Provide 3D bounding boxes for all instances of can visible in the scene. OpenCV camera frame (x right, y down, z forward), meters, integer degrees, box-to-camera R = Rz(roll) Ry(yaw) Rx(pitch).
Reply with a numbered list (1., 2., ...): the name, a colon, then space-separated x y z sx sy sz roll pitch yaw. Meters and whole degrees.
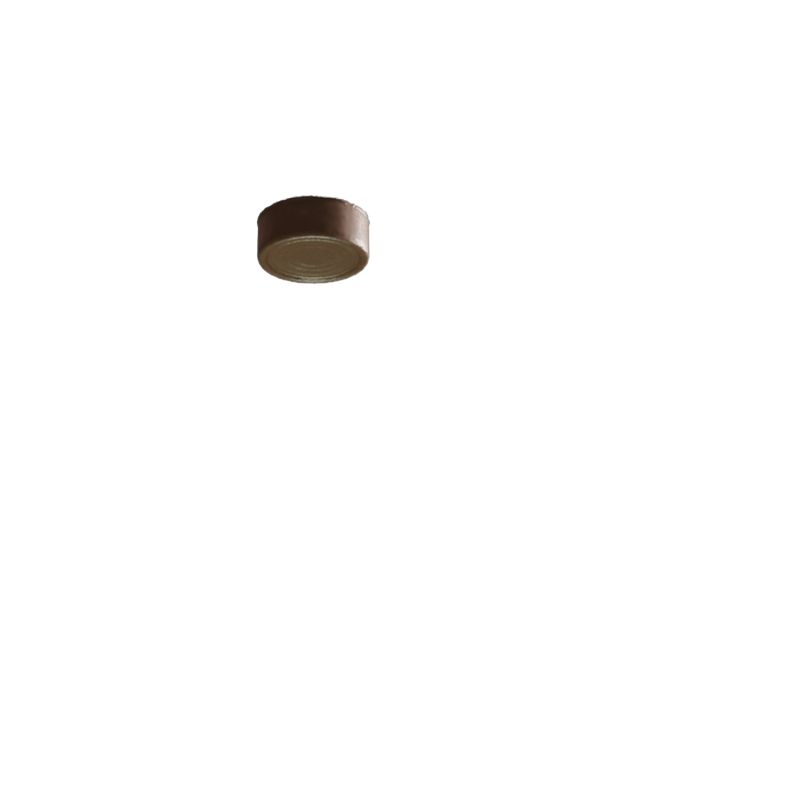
1. can: -0.065 -0.119 0.834 0.086 0.035 0.082 0 -21 -2
